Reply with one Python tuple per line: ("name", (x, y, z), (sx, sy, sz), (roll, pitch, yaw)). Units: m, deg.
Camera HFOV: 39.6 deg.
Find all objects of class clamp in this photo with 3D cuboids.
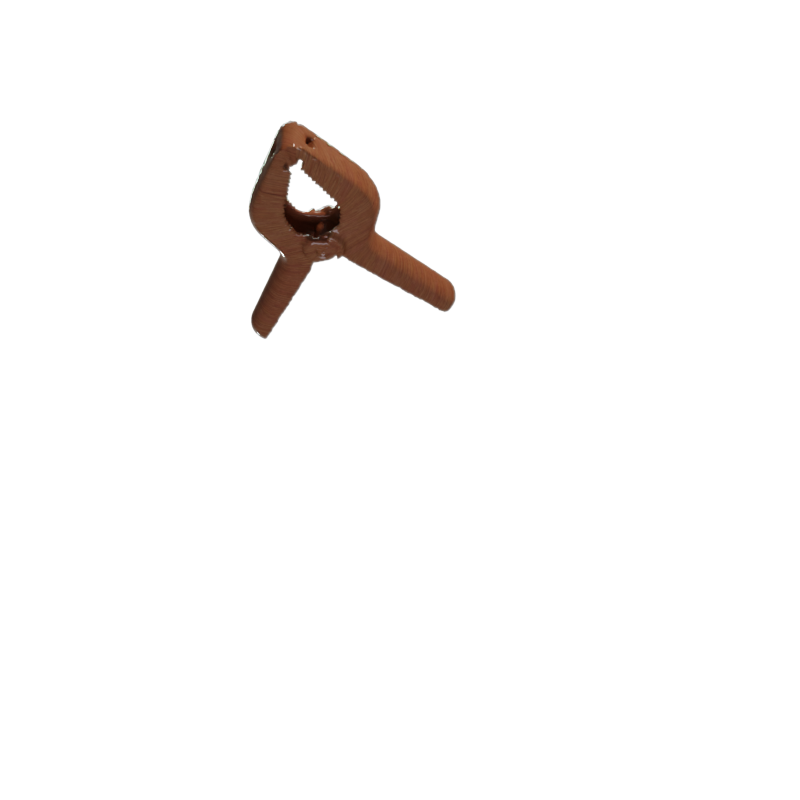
("clamp", (-0.064, -0.118, 0.824), (0.166, 0.039, 0.193), (-13, -40, 15))
